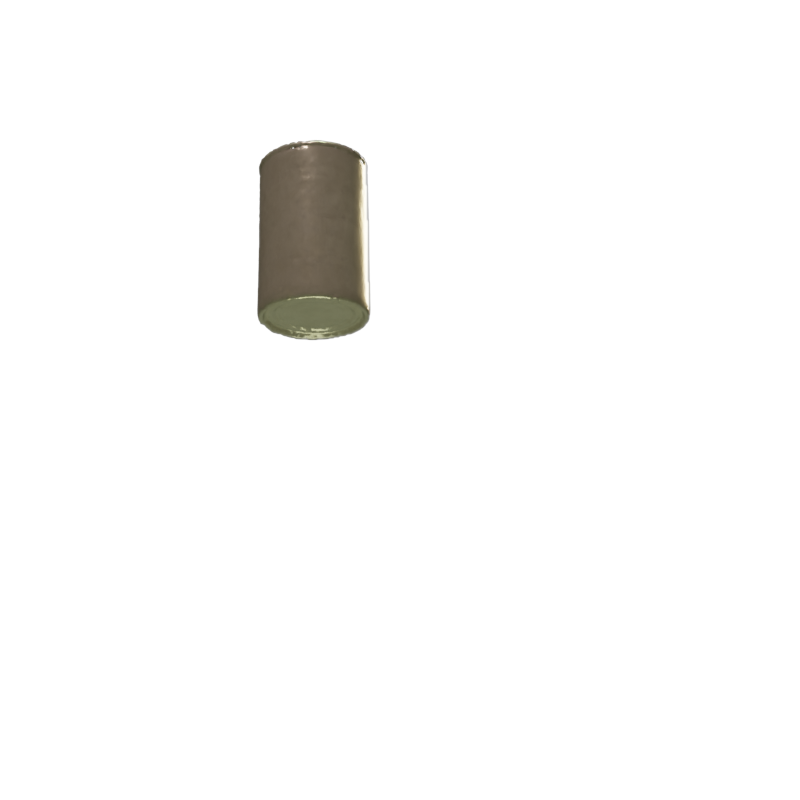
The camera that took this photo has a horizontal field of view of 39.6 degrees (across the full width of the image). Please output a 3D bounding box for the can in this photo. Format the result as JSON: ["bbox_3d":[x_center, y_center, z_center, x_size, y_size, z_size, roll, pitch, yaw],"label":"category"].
[{"bbox_3d":[-0.052,-0.095,0.667,0.068,0.108,0.065,0,-24,-2],"label":"can"}]
